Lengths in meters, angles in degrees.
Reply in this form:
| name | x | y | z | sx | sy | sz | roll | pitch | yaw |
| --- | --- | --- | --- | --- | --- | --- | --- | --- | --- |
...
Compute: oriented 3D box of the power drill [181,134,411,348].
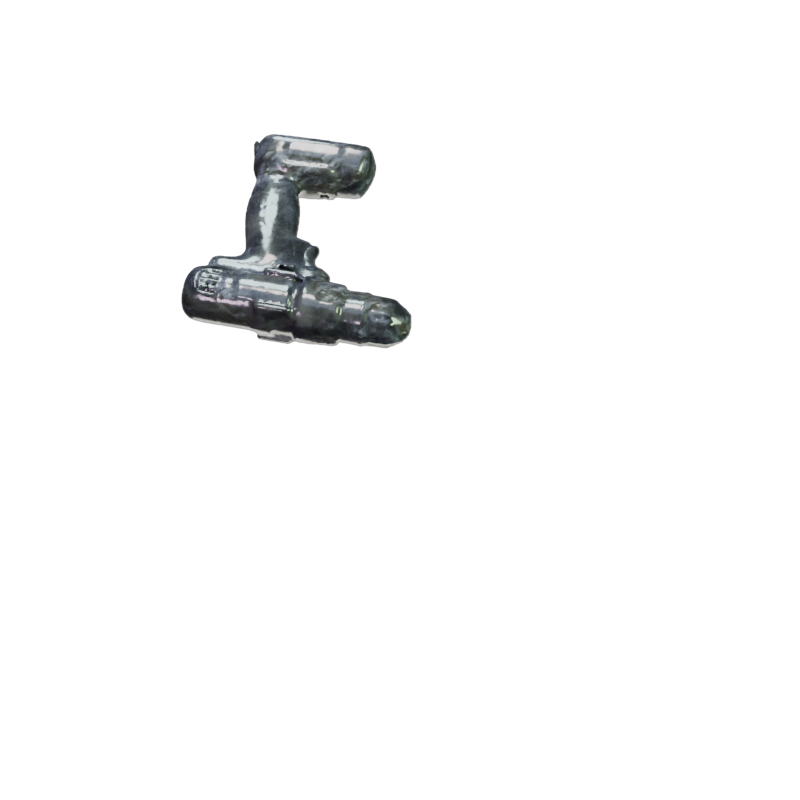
| name | x | y | z | sx | sy | sz | roll | pitch | yaw |
| --- | --- | --- | --- | --- | --- | --- | --- | --- | --- |
| power drill | -0.072 | -0.131 | 0.919 | 0.186 | 0.199 | 0.054 | 9 | -35 | 6 |
